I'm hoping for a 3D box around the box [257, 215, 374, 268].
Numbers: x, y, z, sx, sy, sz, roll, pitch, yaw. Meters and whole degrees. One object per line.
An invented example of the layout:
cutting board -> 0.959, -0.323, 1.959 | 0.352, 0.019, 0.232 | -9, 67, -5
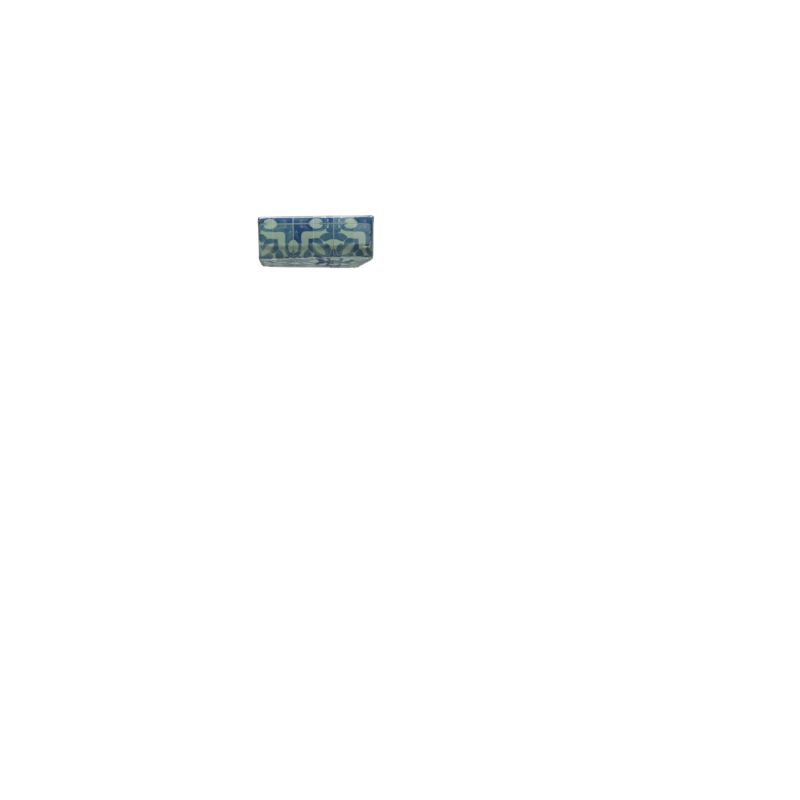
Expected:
box -> -0.070, -0.128, 0.899 | 0.089, 0.039, 0.114 | 0, 2, -5
